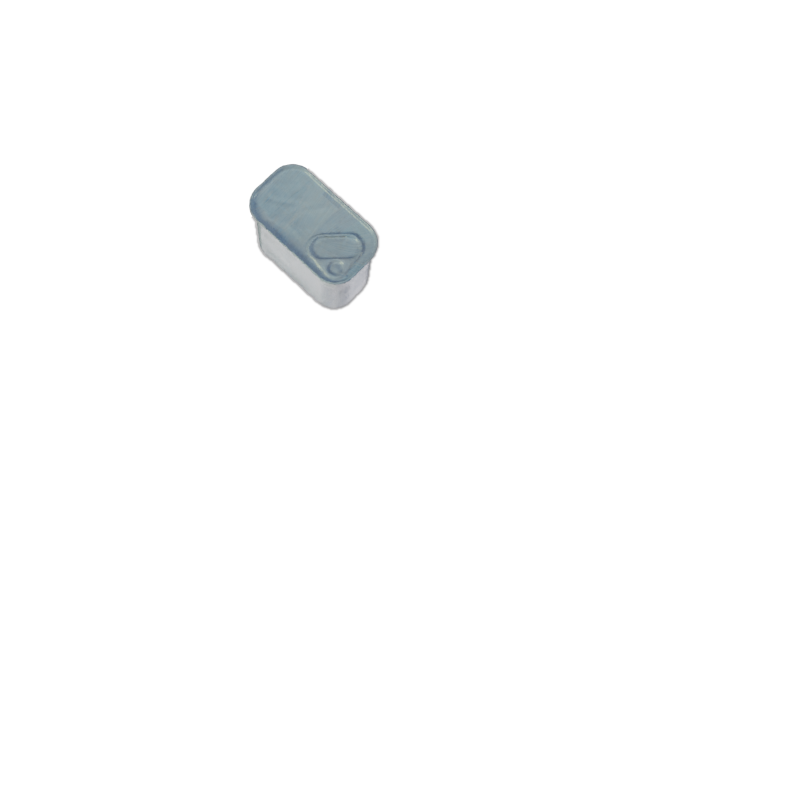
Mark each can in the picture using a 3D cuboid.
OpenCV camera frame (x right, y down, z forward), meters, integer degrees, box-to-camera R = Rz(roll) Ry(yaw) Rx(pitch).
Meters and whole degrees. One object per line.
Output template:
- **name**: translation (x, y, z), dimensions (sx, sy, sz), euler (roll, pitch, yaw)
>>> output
- **can**: translation (-0.068, -0.124, 0.868), dimensions (0.105, 0.058, 0.080), euler (43, -13, 10)
